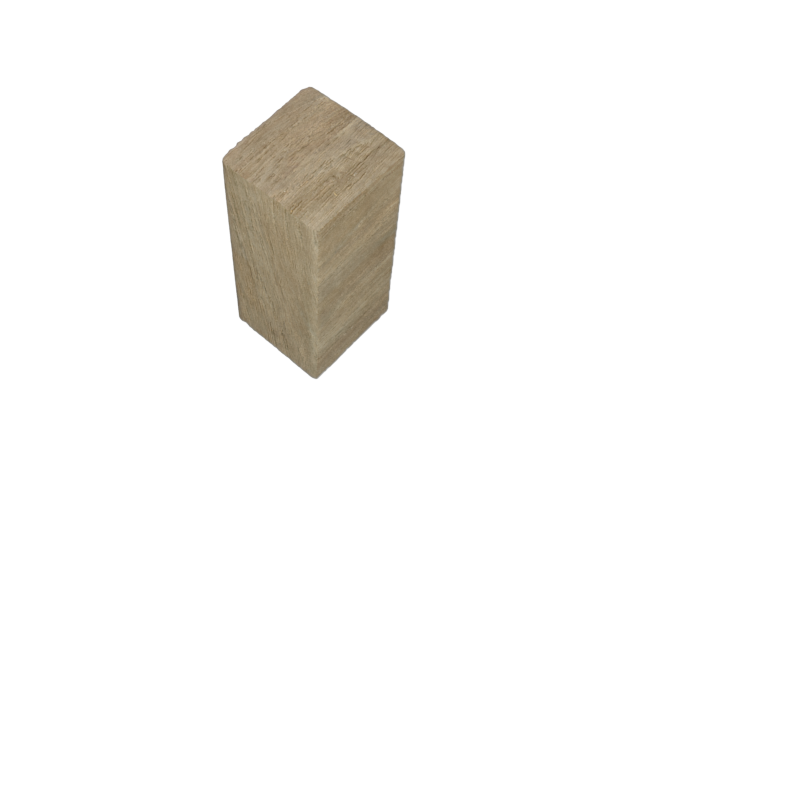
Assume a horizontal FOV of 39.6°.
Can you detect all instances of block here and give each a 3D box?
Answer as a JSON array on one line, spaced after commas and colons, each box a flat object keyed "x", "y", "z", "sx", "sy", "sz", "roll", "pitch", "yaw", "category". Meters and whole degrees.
[{"x": -0.064, "y": -0.117, "z": 0.813, "sx": 0.094, "sy": 0.092, "sz": 0.194, "roll": 38, "pitch": -24, "yaw": 16, "category": "block"}]
